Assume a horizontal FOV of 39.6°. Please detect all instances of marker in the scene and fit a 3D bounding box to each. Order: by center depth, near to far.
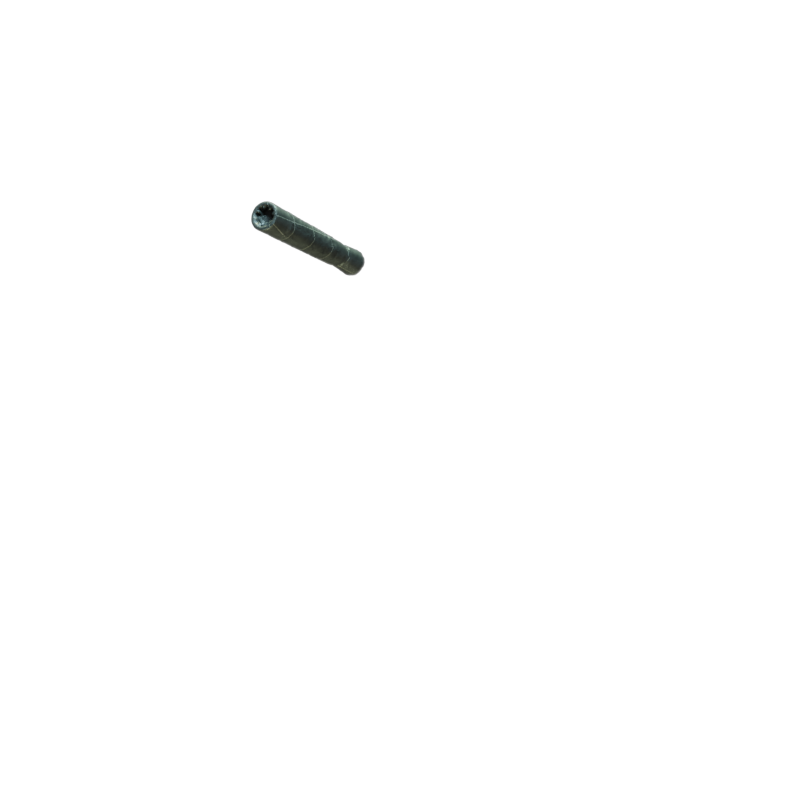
[{"bbox_3d":[-0.056,-0.103,0.720,0.020,0.020,0.114,2,-8,28],"label":"marker"}]
